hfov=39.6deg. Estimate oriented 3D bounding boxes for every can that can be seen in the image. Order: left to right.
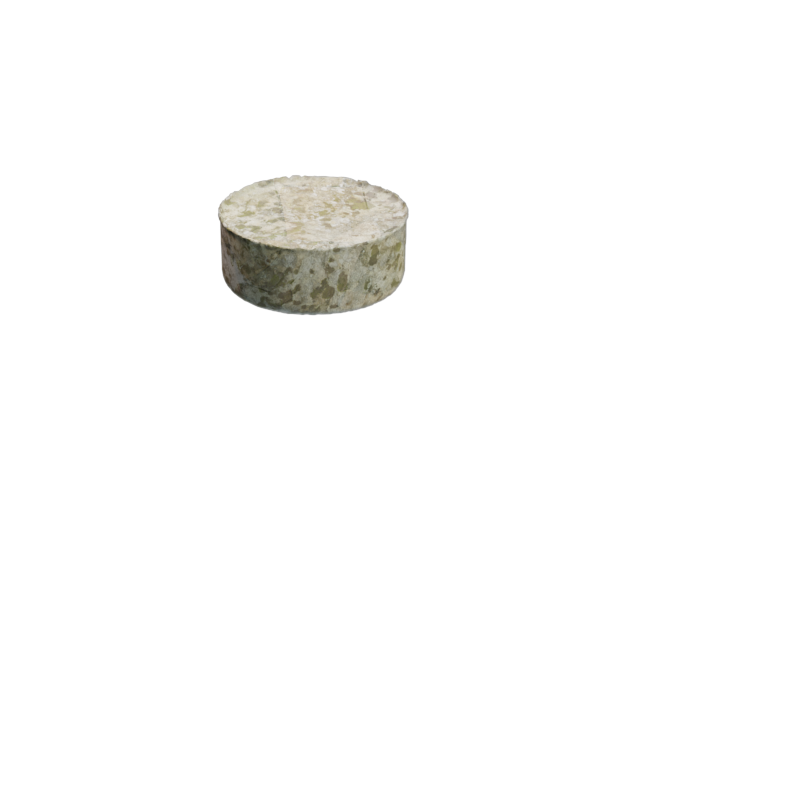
[{"bbox_3d":[-0.040,-0.072,0.506,0.086,0.032,0.091,-1,30,-2],"label":"can"}]
